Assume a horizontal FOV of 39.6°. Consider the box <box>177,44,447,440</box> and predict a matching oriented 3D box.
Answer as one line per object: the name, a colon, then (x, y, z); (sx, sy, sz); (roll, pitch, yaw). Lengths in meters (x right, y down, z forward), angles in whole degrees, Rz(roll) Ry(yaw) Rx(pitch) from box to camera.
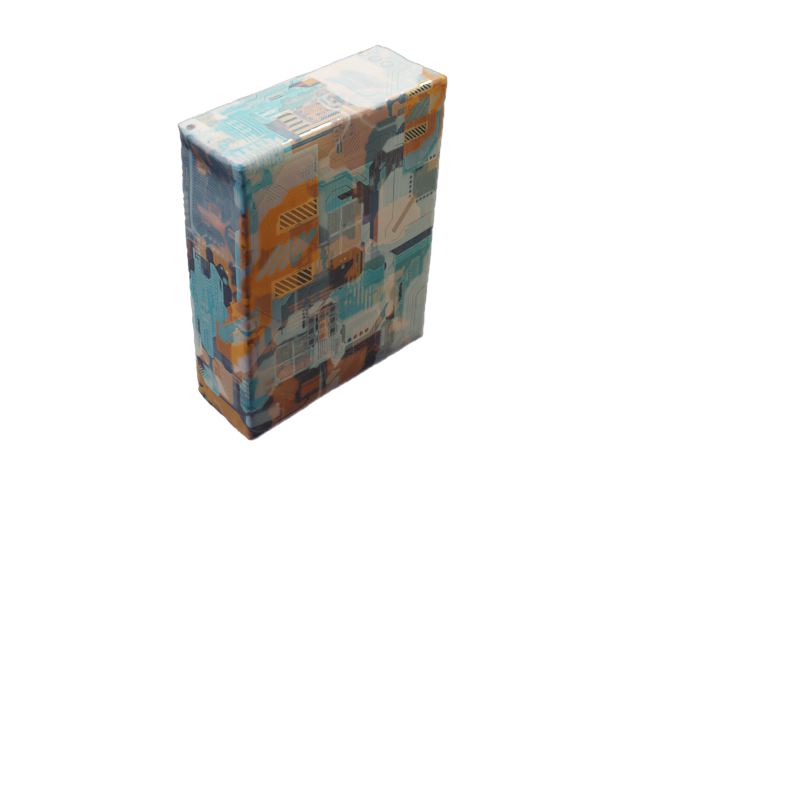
box: (-0.056, -0.103, 0.718); (0.164, 0.200, 0.077); (-30, 49, -33)
